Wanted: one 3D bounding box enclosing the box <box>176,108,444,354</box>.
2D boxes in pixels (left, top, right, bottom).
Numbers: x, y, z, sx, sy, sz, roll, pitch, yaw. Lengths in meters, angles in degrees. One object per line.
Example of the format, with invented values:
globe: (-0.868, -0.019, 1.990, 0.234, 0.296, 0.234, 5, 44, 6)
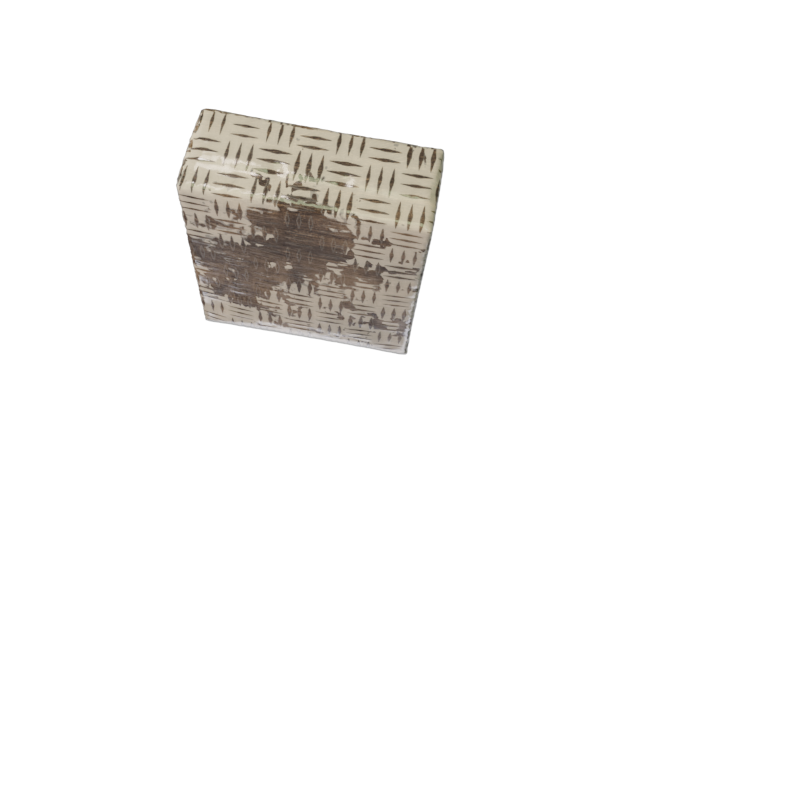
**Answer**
box: (-0.062, -0.113, 0.789, 0.165, 0.075, 0.203, 11, -22, 2)
